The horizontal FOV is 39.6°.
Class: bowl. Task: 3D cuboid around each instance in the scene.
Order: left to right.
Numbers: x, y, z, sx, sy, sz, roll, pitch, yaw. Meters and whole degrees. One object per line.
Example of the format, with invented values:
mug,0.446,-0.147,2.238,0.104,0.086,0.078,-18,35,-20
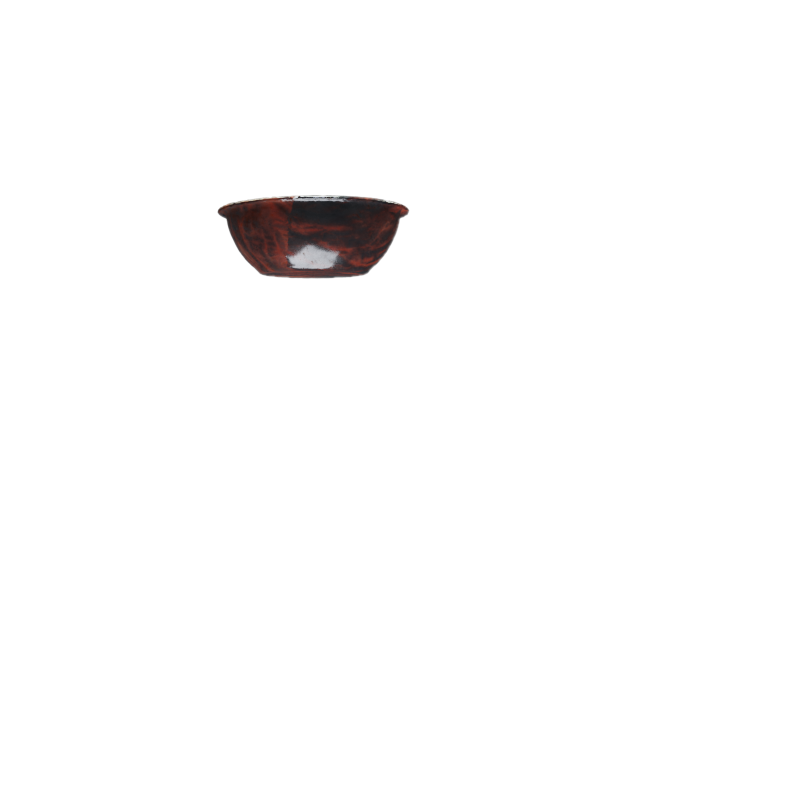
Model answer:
bowl,-0.073,-0.133,0.933,0.162,0.055,0.161,0,1,-2
